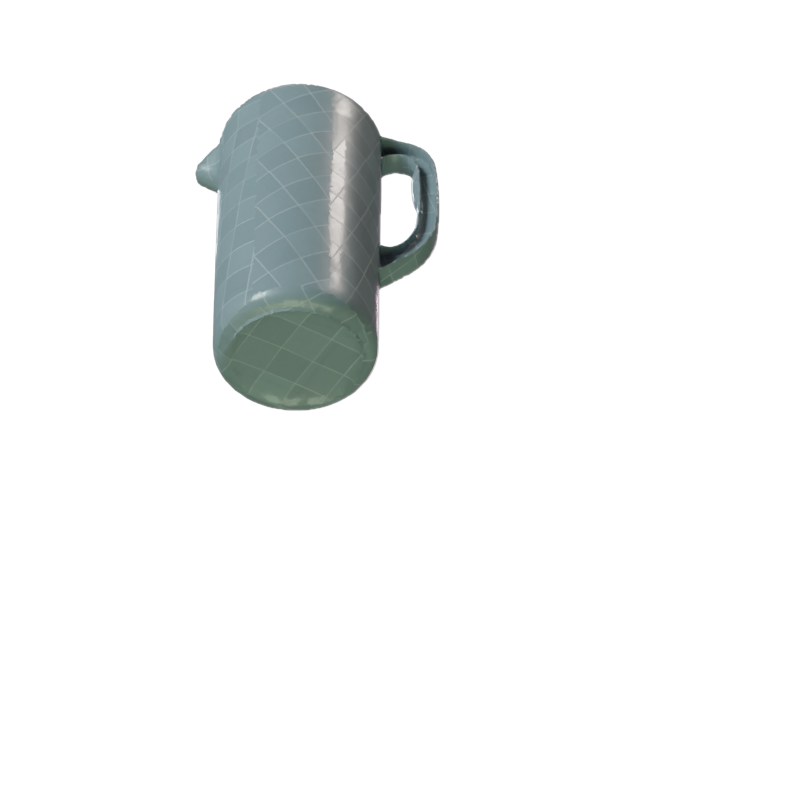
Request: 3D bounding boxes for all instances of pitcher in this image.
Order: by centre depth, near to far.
[{"bbox_3d":[-0.063,-0.115,0.802,0.137,0.261,0.147,33,-57,-29],"label":"pitcher"}]
